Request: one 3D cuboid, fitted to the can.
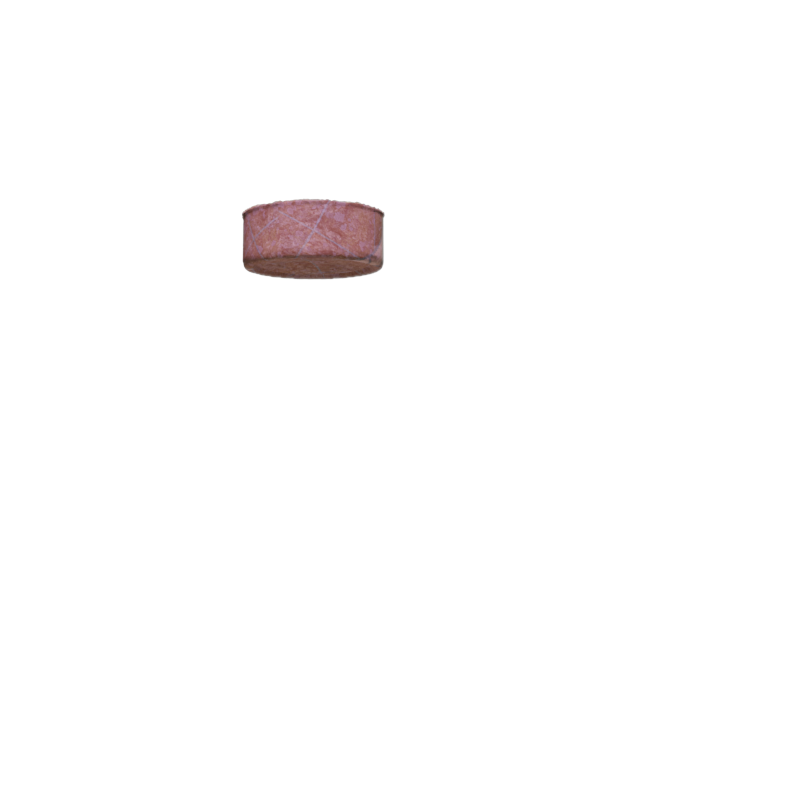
[{"bbox_3d":[-0.052,-0.095,0.665,0.086,0.034,0.085,0,-4,-2],"label":"can"}]
